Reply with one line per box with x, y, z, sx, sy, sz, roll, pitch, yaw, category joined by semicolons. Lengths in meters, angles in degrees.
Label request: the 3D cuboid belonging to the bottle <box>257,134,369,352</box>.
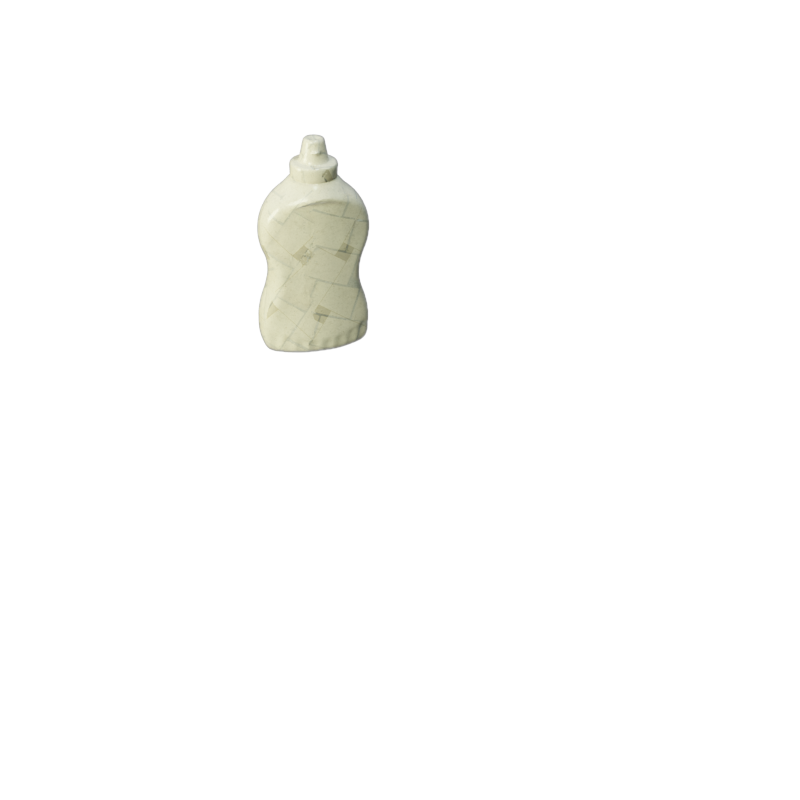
-0.075;-0.137;0.960;0.095;0.181;0.062;-5;28;-13;bottle
